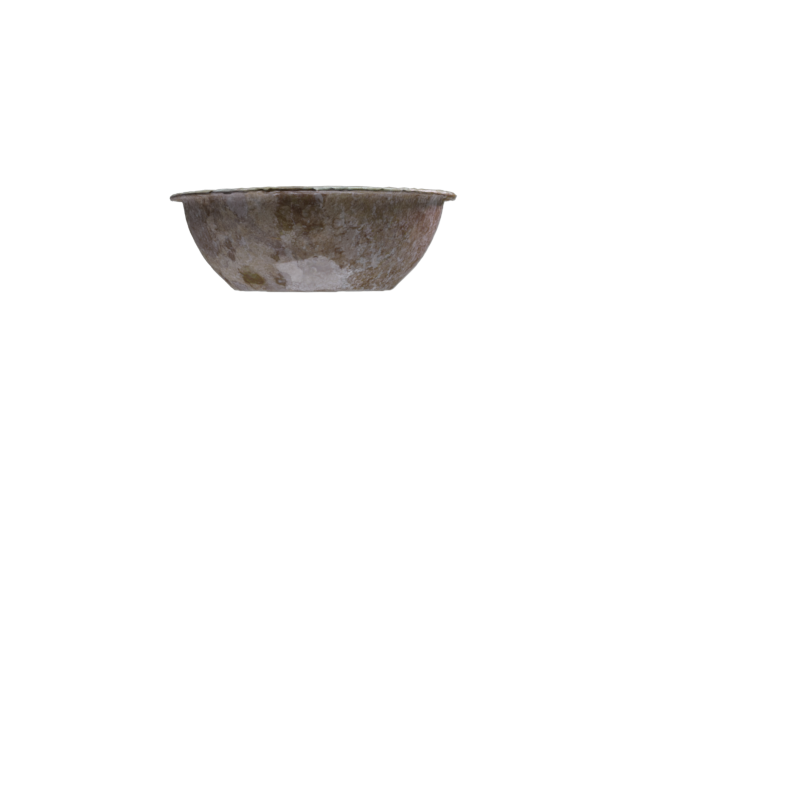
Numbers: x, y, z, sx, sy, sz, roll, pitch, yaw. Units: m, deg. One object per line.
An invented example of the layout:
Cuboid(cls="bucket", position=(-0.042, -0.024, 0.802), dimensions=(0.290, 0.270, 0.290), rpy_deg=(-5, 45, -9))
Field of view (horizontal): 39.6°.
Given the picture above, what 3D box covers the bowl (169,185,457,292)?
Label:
Cuboid(cls="bowl", position=(-0.049, -0.090, 0.627), dimensions=(0.162, 0.055, 0.163), rpy_deg=(0, 6, -2))
